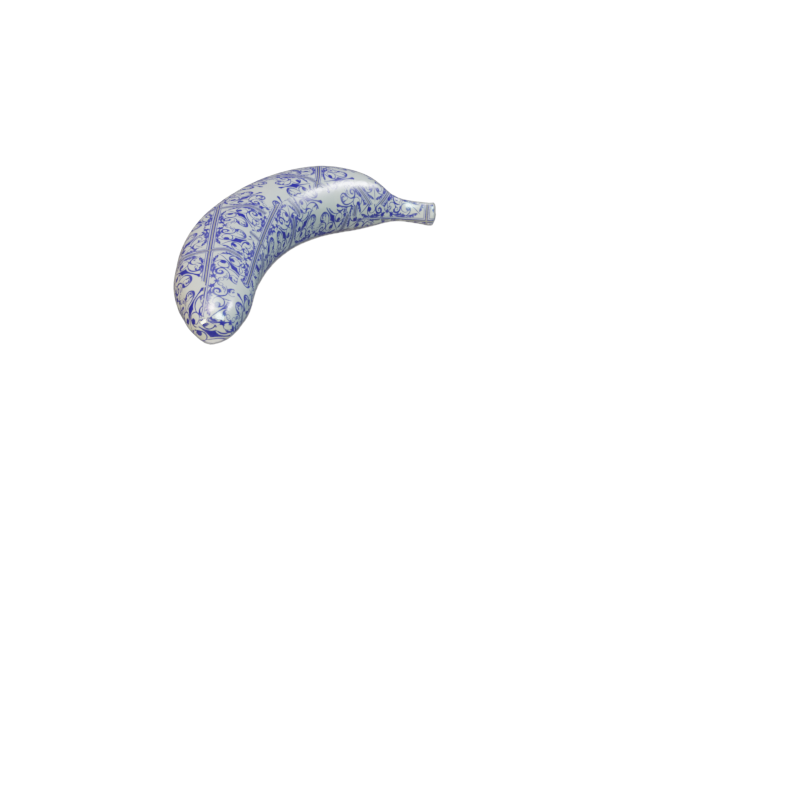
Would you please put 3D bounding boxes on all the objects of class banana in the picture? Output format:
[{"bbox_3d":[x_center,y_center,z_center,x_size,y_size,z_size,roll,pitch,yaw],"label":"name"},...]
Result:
[{"bbox_3d":[-0.054,-0.077,0.509,0.073,0.035,0.199,13,29,25],"label":"banana"}]
